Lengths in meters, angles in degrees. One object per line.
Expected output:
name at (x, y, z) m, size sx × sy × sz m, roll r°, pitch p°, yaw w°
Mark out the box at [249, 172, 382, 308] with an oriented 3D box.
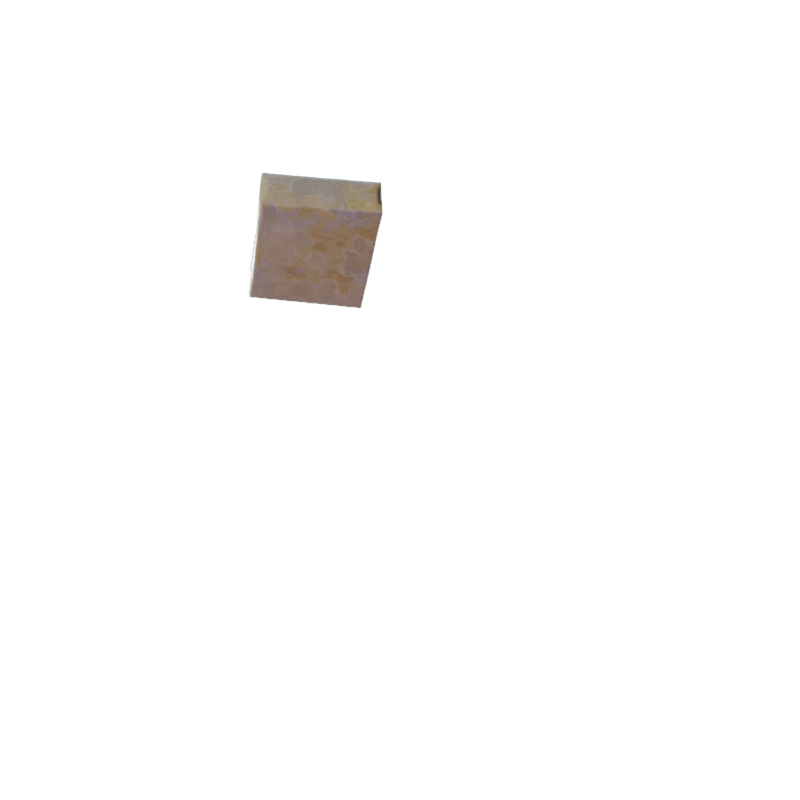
box at (-0.054, -0.098, 0.687) m, size 0.072 × 0.032 × 0.084 m, roll 5°, pitch -40°, yaw -7°
